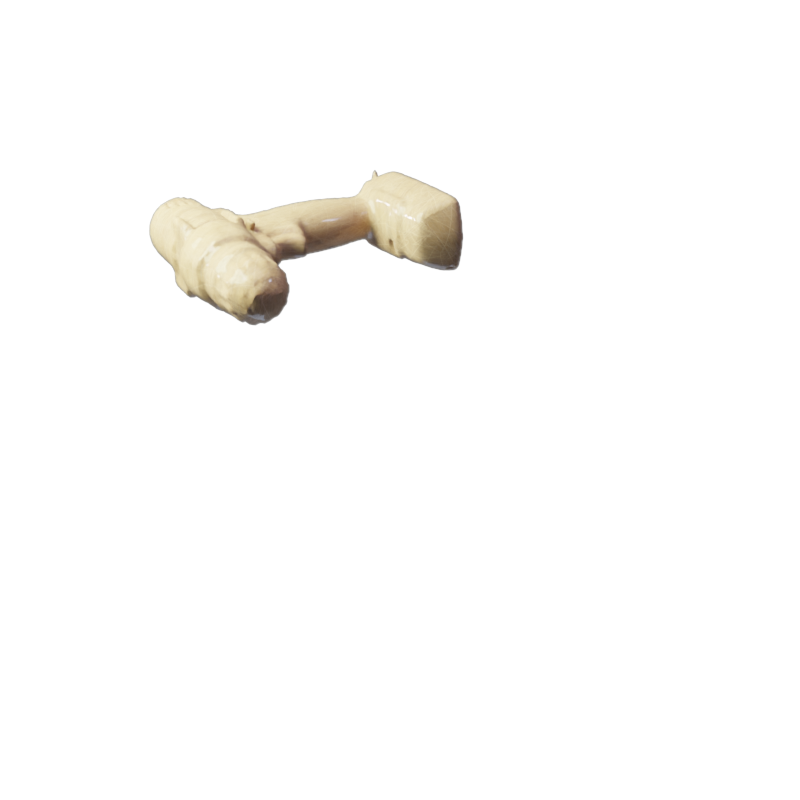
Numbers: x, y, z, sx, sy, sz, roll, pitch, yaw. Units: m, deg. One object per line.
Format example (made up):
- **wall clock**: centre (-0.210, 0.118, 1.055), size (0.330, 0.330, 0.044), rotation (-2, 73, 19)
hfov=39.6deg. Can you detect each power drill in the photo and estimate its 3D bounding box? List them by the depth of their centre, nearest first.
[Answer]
- **power drill**: centre (-0.057, -0.104, 0.728), size (0.184, 0.055, 0.197), rotation (-11, 26, -23)
